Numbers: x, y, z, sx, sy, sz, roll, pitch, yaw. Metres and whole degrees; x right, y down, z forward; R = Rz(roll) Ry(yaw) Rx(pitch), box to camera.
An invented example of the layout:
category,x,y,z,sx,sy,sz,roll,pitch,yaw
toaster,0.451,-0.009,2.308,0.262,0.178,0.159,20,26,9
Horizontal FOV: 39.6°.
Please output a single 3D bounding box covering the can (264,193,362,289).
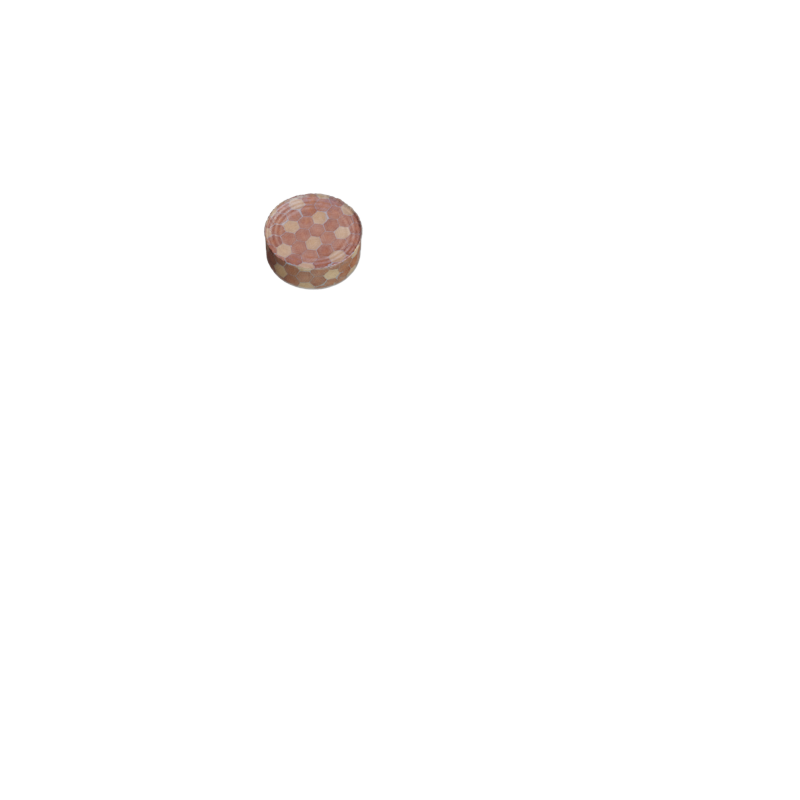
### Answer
category,x,y,z,sx,sy,sz,roll,pitch,yaw
can,-0.076,-0.139,0.976,0.086,0.092,0.031,-1,-36,-1
